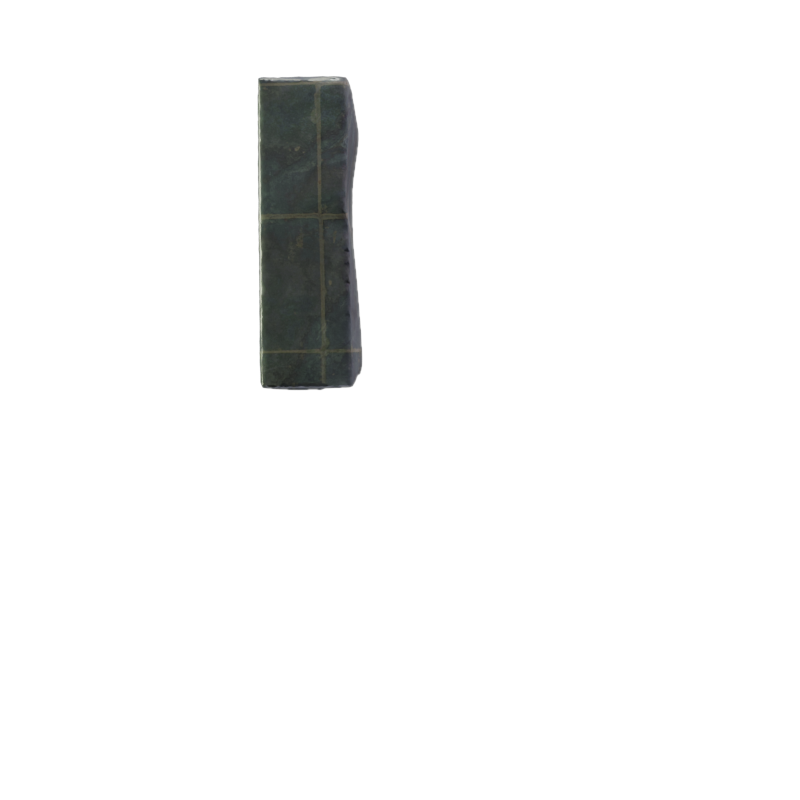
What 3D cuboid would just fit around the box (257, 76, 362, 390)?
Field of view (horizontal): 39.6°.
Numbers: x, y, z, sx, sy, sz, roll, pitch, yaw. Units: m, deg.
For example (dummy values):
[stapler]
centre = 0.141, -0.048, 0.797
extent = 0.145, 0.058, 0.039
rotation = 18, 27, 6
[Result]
[box]
centre = -0.065, -0.118, 0.827
extent = 0.072, 0.216, 0.163
rotation = 0, -2, -1
